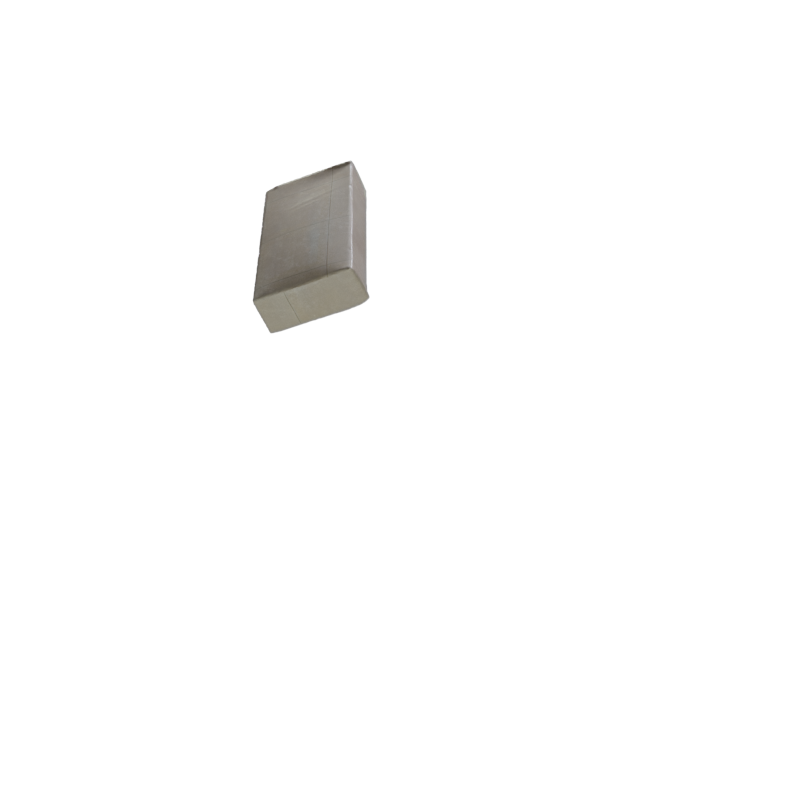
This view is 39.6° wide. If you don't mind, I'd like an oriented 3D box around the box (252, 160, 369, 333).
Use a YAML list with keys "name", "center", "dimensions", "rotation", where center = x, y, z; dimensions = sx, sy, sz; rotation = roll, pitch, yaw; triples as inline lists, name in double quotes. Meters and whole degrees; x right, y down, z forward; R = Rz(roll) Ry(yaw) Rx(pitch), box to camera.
- name: "box"
  center: [-0.078, -0.142, 0.992]
  dimensions: [0.094, 0.044, 0.189]
  rotation: [-18, 40, 12]
